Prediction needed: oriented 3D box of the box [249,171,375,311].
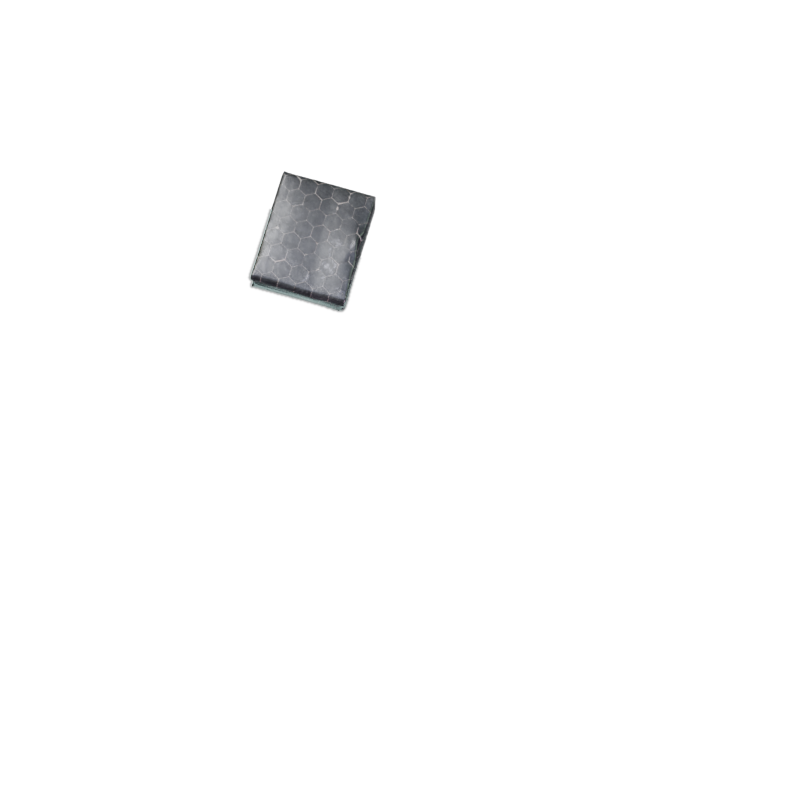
[{"bbox_3d":[-0.064,-0.117,0.824,0.074,0.092,0.029,15,-18,4],"label":"box"}]
